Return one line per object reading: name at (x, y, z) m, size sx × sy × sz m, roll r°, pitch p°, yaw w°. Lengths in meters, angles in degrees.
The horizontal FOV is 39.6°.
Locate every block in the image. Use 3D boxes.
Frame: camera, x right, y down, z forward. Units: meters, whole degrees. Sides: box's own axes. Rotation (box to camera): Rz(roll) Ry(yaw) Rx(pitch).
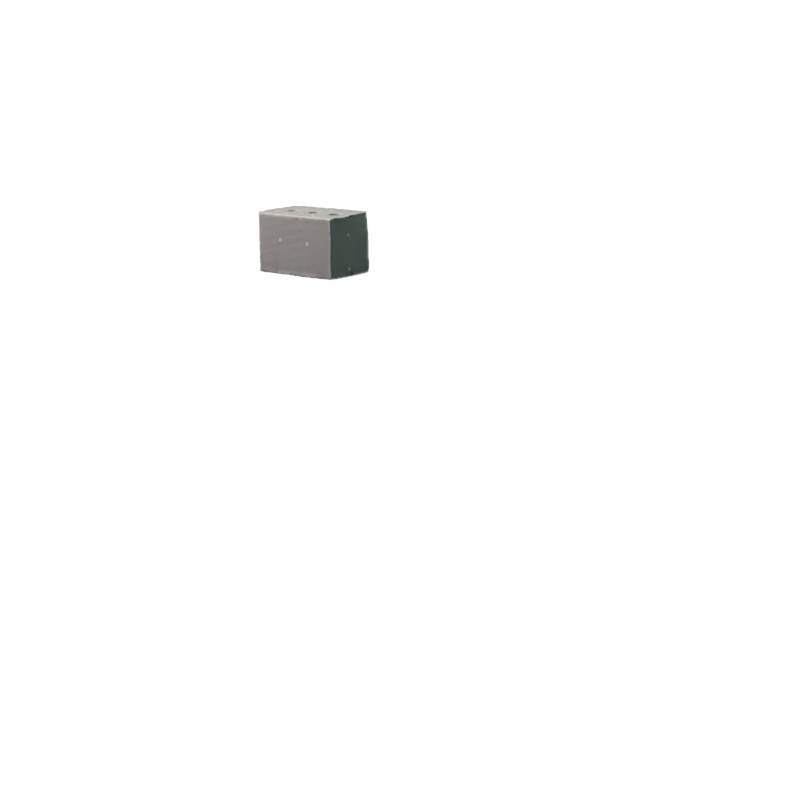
block at (-0.072, -0.131, 0.917) m, size 0.082 × 0.050 × 0.052 m, roll 10°, pitch 15°, yaw 34°
